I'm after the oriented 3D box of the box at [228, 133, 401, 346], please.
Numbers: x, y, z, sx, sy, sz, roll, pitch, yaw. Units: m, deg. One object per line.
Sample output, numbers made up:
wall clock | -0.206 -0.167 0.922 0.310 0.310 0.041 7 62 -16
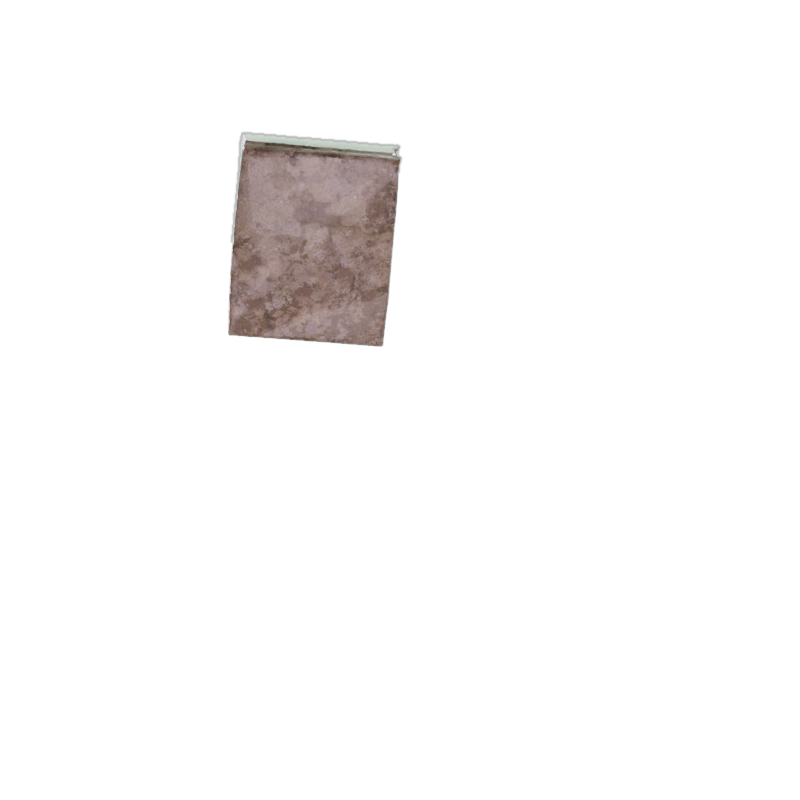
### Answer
box | -0.049 -0.089 0.621 0.089 0.109 0.041 5 21 -3
